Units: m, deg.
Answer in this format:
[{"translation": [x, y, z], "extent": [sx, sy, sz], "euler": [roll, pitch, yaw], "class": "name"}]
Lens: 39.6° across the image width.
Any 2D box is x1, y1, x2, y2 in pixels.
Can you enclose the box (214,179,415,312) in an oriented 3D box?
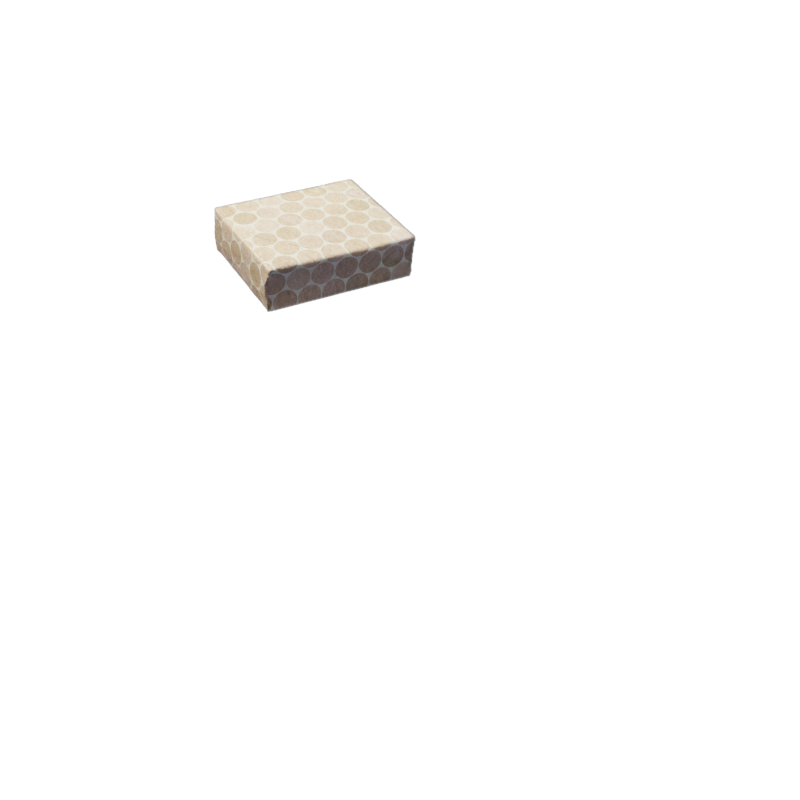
[{"translation": [-0.060, -0.109, 0.765], "extent": [0.112, 0.036, 0.097], "euler": [-18, 40, -23], "class": "box"}]
